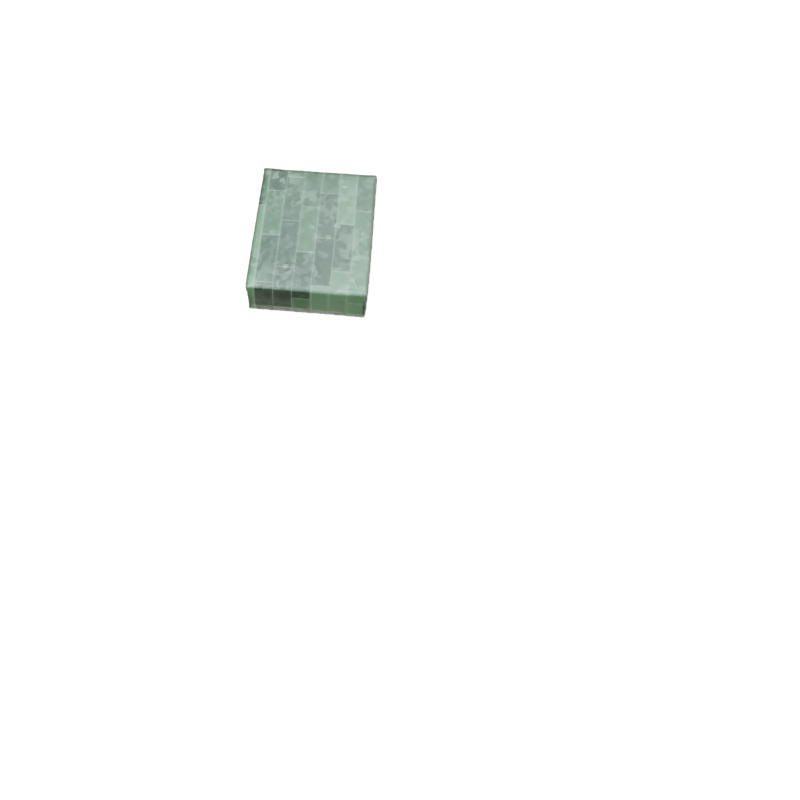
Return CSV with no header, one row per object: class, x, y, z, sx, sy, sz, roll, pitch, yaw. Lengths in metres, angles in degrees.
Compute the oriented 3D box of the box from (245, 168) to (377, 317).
box,-0.066,-0.121,0.847,0.090,0.121,0.036,4,-32,2
